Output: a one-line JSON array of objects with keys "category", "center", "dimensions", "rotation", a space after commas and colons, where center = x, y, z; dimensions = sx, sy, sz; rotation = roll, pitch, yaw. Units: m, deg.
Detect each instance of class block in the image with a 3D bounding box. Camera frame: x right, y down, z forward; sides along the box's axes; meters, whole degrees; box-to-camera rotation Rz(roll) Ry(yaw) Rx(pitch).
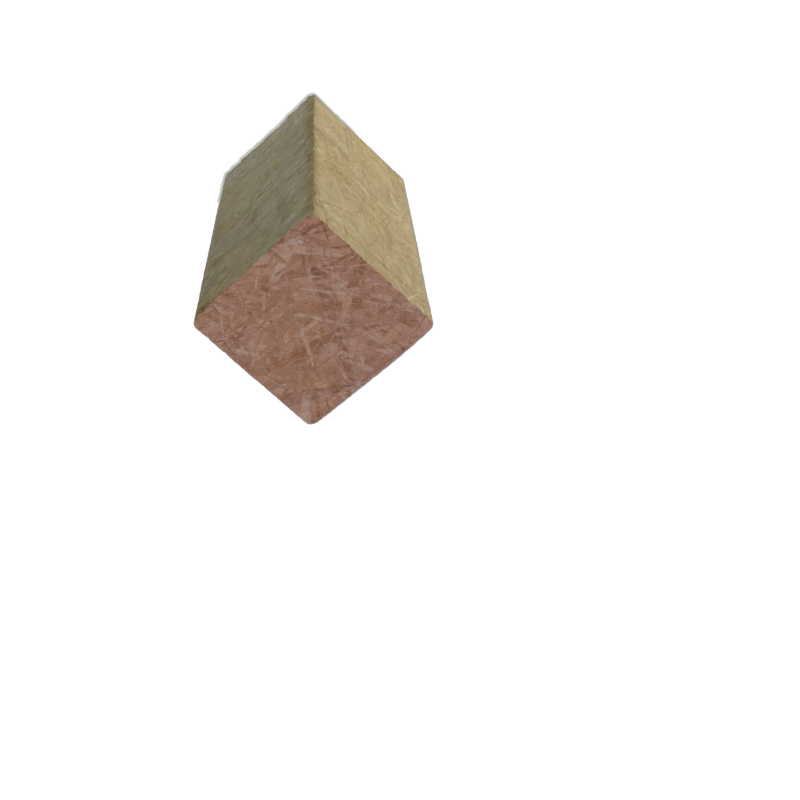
[{"category": "block", "center": [-0.051, -0.093, 0.653], "dimensions": [0.086, 0.089, 0.219], "rotation": [42, 19, -23]}]
